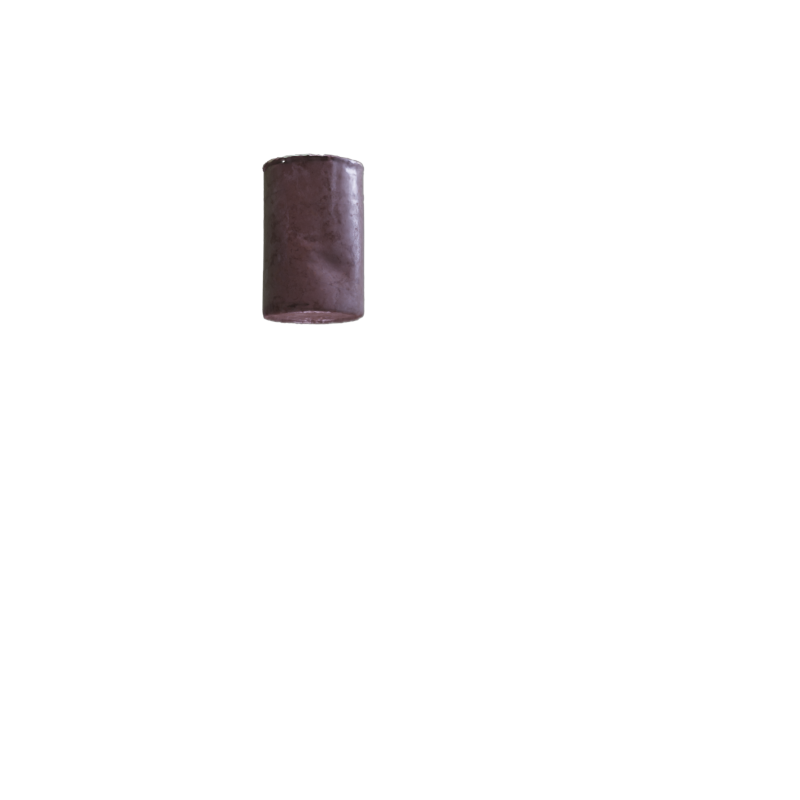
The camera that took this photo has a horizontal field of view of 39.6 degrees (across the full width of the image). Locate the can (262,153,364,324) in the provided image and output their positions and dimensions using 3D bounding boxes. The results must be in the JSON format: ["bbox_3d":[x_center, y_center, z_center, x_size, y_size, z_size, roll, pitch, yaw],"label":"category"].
[{"bbox_3d":[-0.057,-0.104,0.729,0.068,0.105,0.067,0,-8,-2],"label":"can"}]
